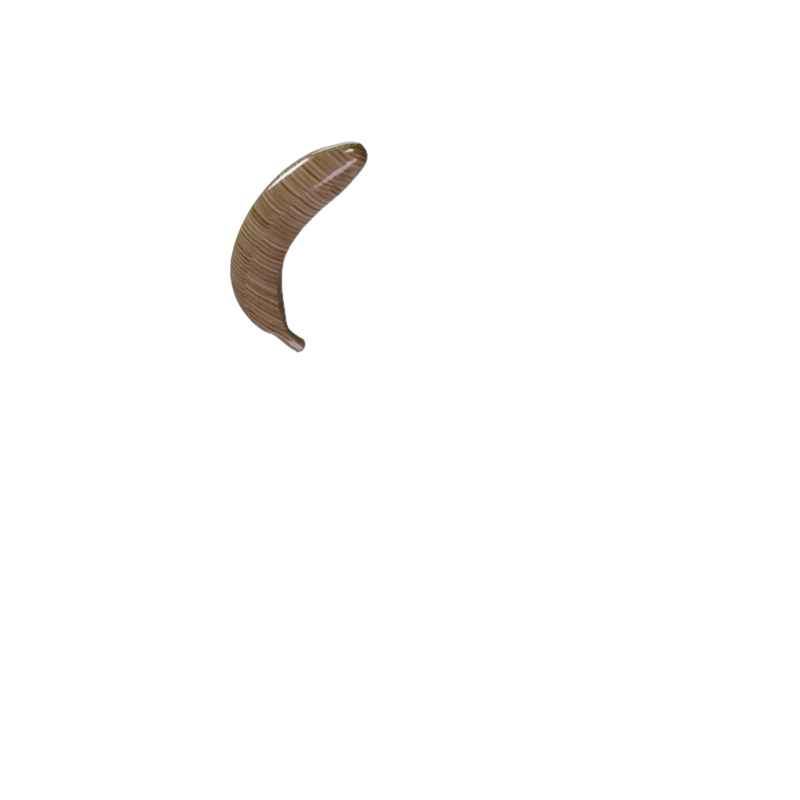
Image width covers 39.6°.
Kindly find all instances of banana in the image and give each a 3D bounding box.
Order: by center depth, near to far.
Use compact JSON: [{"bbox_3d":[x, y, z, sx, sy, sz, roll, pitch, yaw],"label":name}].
[{"bbox_3d":[-0.079,-0.110,0.771,0.068,0.039,0.187,10,-42,-13],"label":"banana"}]
